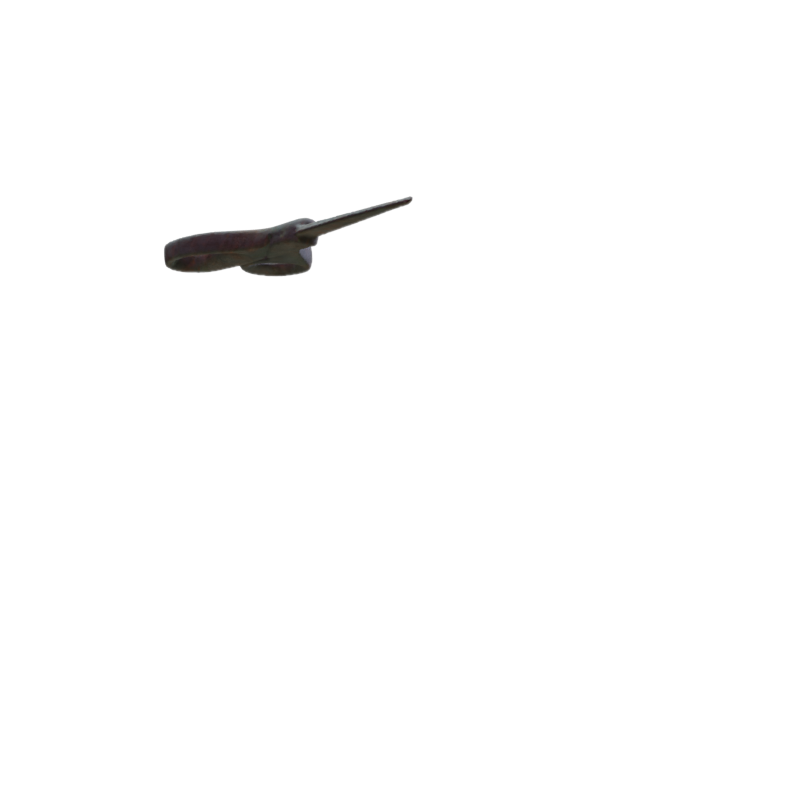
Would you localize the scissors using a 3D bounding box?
[{"bbox_3d":[-0.048,-0.088,0.619,0.208,0.016,0.092,-2,-4,39],"label":"scissors"}]
